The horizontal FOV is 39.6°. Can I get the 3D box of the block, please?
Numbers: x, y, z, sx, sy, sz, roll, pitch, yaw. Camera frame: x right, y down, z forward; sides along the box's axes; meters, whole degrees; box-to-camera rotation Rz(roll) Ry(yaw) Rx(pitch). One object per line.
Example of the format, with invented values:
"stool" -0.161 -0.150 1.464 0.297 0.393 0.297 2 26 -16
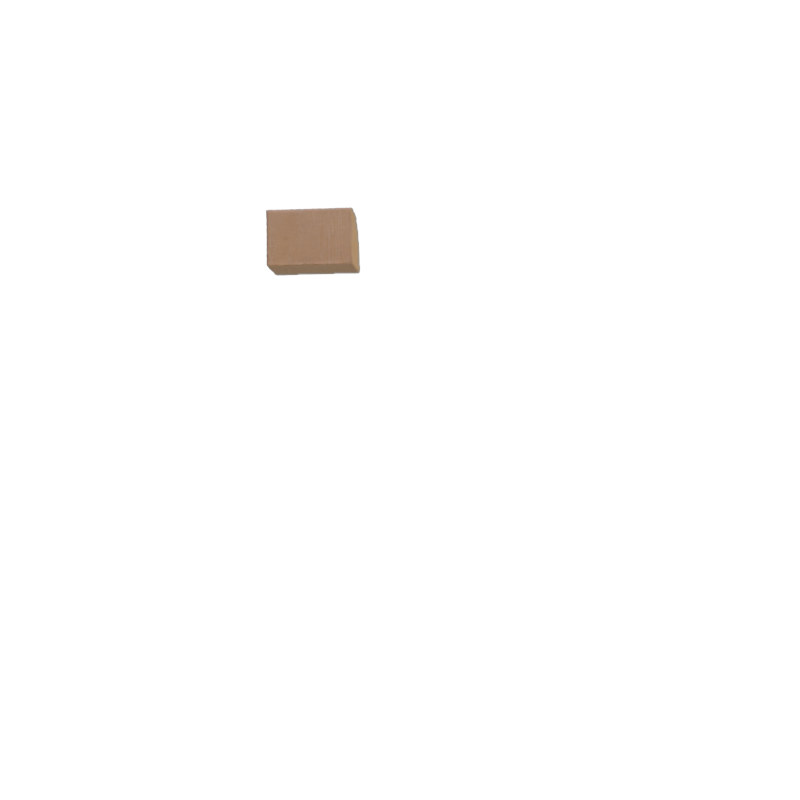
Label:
"block" -0.077 -0.140 0.977 0.079 0.052 0.051 -1 -7 6
